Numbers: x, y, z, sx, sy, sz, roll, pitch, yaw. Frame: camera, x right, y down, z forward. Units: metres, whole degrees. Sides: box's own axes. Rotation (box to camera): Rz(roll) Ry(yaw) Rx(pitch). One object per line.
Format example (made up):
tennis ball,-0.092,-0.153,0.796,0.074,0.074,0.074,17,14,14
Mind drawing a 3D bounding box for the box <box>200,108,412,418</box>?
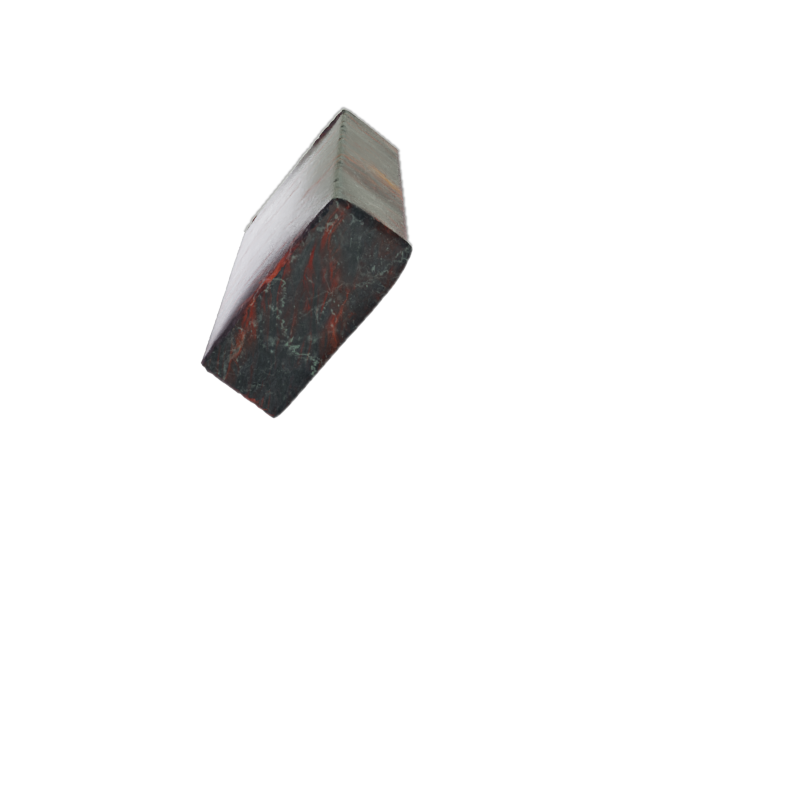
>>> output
box,-0.041,-0.074,0.518,0.046,0.092,0.186,36,18,-19
